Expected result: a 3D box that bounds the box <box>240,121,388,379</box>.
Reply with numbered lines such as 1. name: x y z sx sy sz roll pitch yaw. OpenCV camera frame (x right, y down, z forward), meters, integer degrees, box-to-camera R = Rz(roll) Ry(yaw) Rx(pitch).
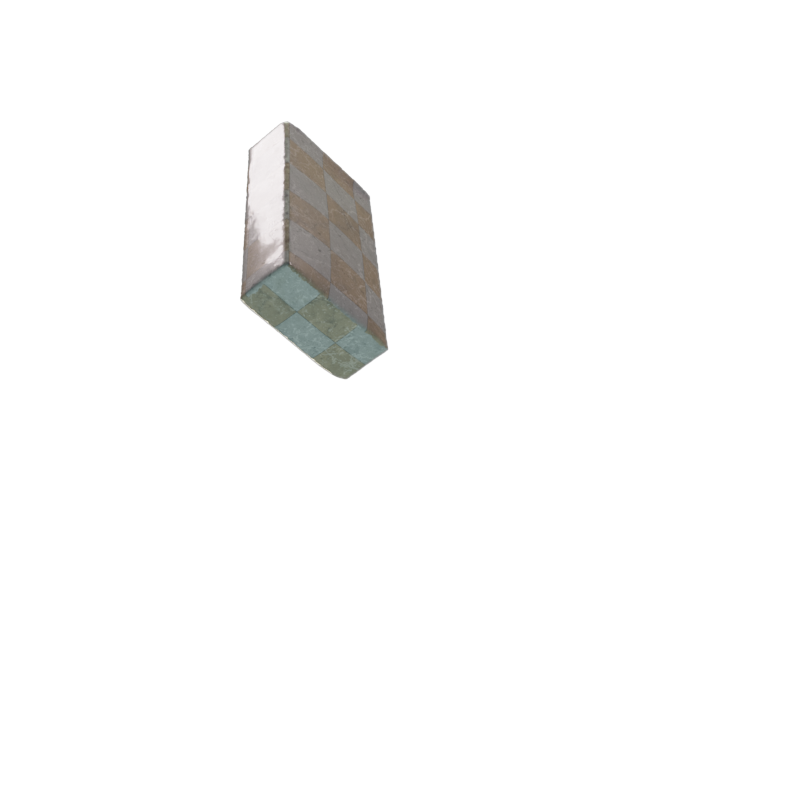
1. box: -0.057 -0.104 0.728 0.048 0.189 0.088 -35 -55 24
